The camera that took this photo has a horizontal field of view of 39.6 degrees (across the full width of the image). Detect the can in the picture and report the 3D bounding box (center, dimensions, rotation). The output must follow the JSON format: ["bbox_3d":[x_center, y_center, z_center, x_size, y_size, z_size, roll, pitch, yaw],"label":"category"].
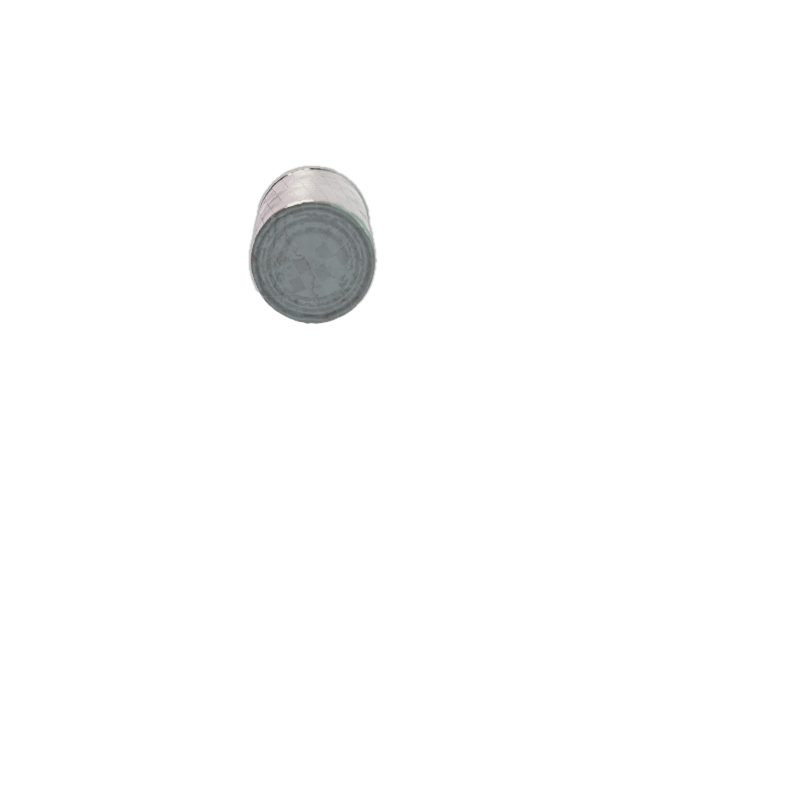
[{"bbox_3d":[-0.049,-0.089,0.625,0.068,0.066,0.106,0,19,-3],"label":"can"}]
